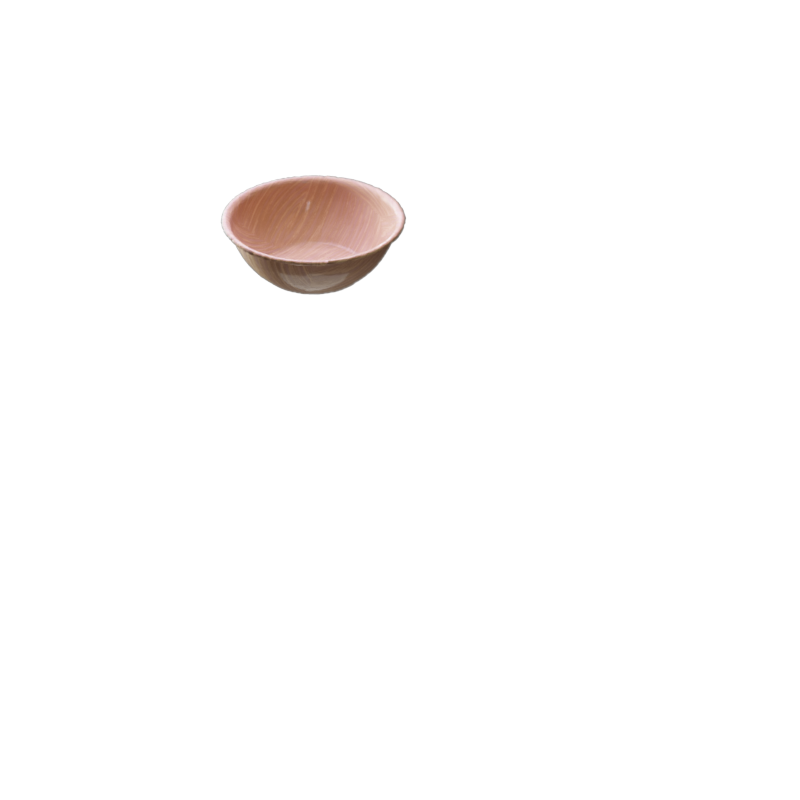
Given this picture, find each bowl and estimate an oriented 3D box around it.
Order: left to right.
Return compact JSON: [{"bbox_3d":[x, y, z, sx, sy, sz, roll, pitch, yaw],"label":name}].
[{"bbox_3d":[-0.077,-0.140,0.982,0.162,0.052,0.173,-1,36,-2],"label":"bowl"}]
